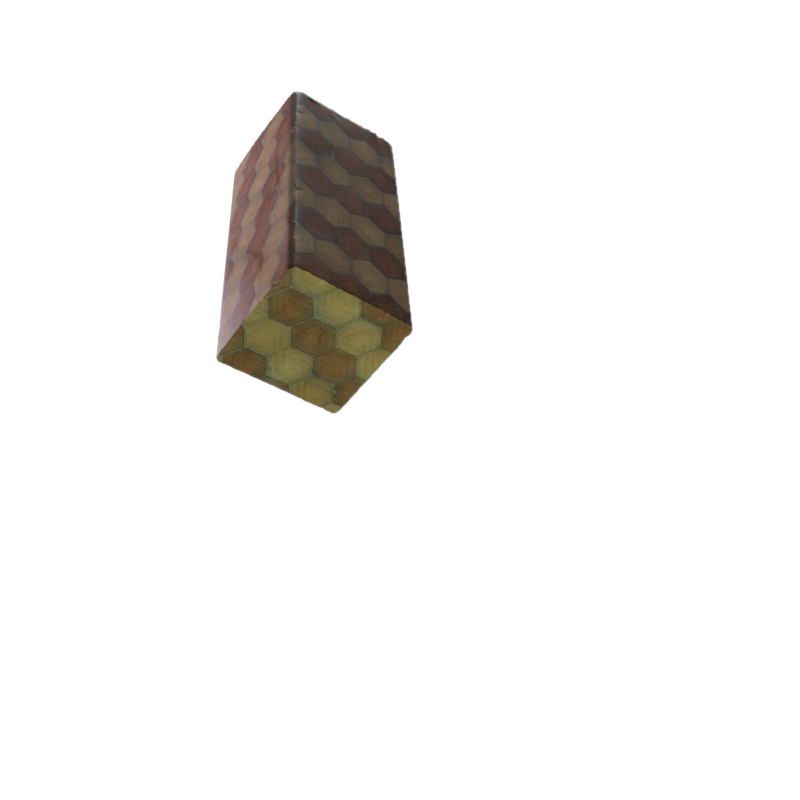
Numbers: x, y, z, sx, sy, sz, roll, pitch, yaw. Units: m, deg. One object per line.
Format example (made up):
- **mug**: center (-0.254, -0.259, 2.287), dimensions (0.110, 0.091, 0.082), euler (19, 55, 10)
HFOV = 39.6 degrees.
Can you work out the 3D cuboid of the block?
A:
- **block**: center (-0.059, -0.108, 0.749), dimensions (0.087, 0.221, 0.088), euler (26, -55, -24)
